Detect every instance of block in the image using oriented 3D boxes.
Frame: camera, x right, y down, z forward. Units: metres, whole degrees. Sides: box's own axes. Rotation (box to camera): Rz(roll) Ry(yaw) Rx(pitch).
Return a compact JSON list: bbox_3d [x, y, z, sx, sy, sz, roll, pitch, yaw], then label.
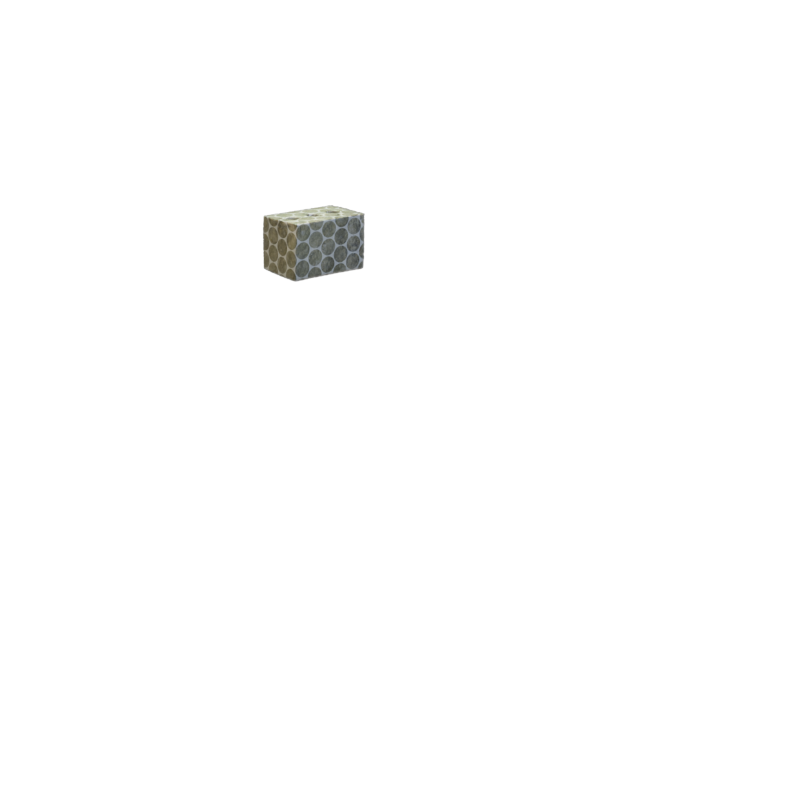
[{"bbox_3d":[-0.078,-0.142,0.992,0.076,0.049,0.056,-15,24,-37],"label":"block"}]
